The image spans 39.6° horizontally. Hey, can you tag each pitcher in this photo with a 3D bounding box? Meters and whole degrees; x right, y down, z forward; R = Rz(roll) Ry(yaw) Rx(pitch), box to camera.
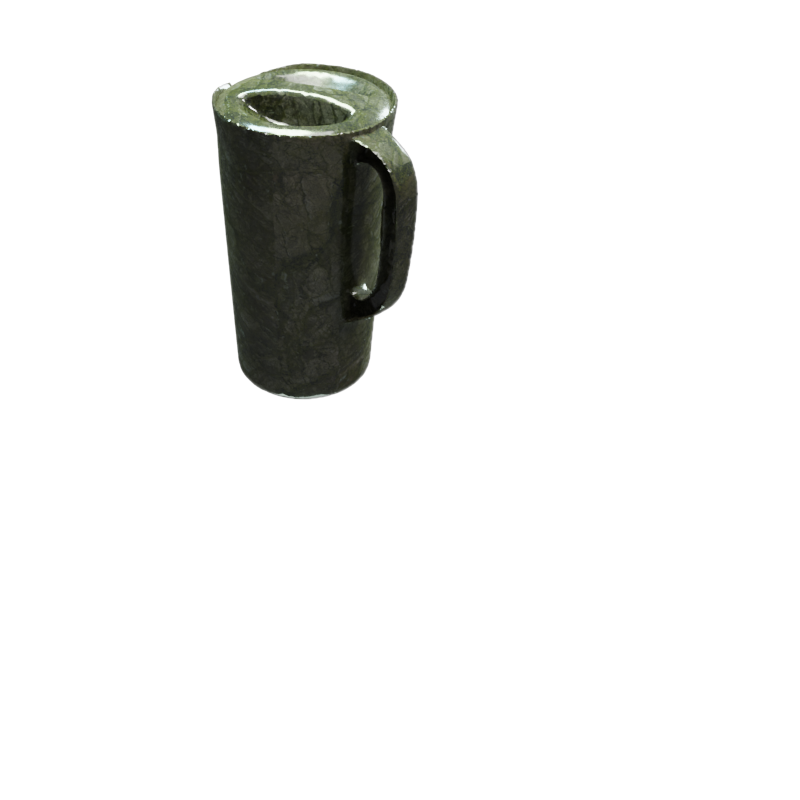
[{"bbox_3d":[-0.066,-0.120,0.840,0.145,0.228,0.159,1,33,-1],"label":"pitcher"}]
